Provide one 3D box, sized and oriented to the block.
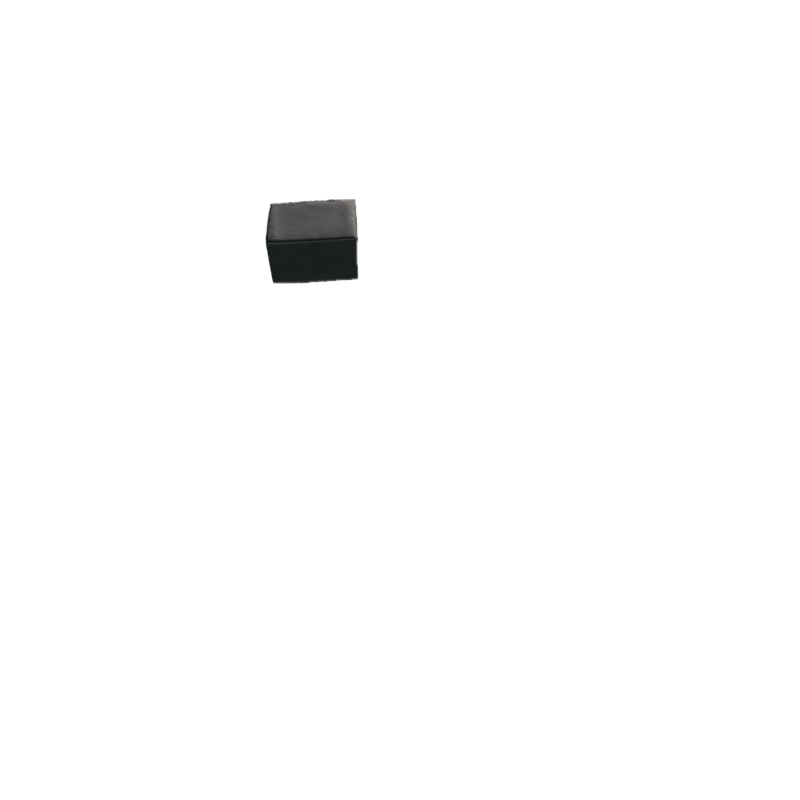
[{"bbox_3d":[-0.076,-0.138,0.969,0.078,0.055,0.049,-3,-43,1],"label":"block"}]
